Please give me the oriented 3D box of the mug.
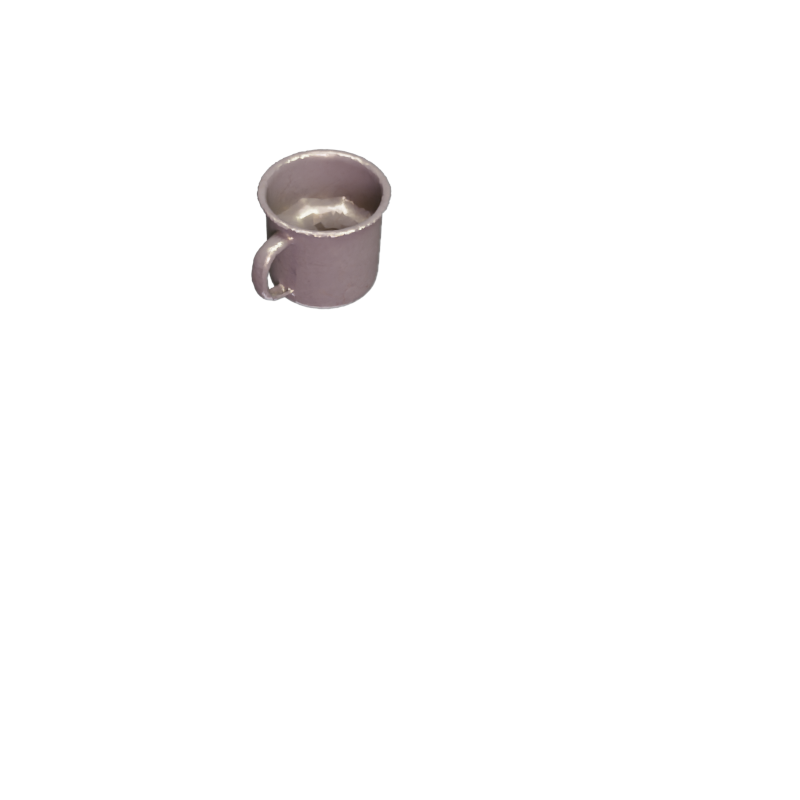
[{"bbox_3d":[-0.062,-0.112,0.787,0.098,0.076,0.119,29,53,23],"label":"mug"}]
